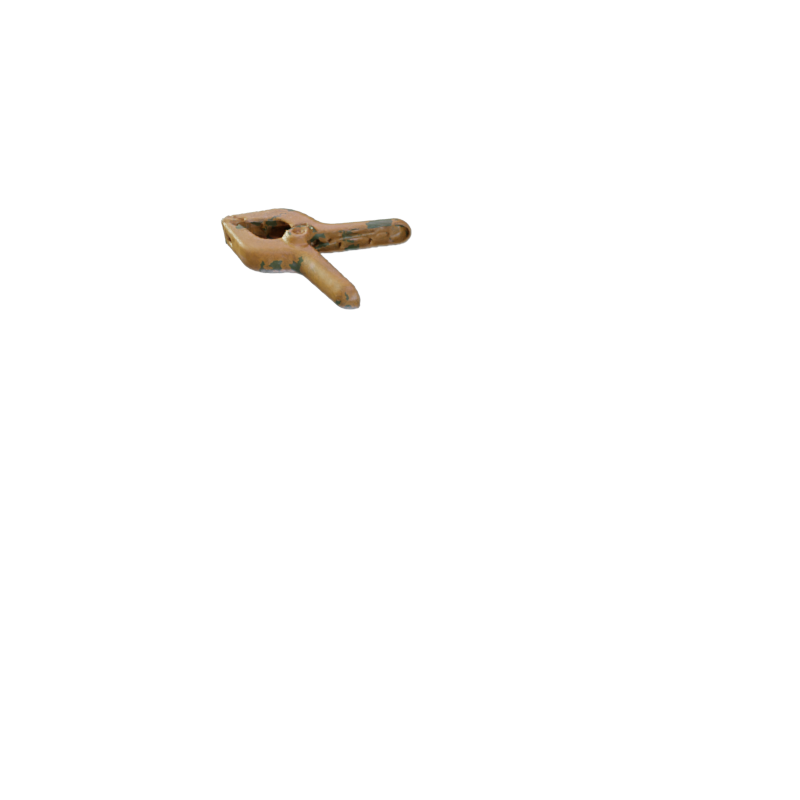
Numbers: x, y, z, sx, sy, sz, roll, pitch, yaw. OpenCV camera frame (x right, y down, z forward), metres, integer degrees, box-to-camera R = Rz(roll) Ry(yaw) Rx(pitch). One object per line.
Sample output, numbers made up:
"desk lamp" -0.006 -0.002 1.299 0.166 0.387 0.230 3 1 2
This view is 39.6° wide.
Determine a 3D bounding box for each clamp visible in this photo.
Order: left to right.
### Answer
"clamp" -0.078 -0.143 0.999 0.181 0.037 0.122 23 43 27
